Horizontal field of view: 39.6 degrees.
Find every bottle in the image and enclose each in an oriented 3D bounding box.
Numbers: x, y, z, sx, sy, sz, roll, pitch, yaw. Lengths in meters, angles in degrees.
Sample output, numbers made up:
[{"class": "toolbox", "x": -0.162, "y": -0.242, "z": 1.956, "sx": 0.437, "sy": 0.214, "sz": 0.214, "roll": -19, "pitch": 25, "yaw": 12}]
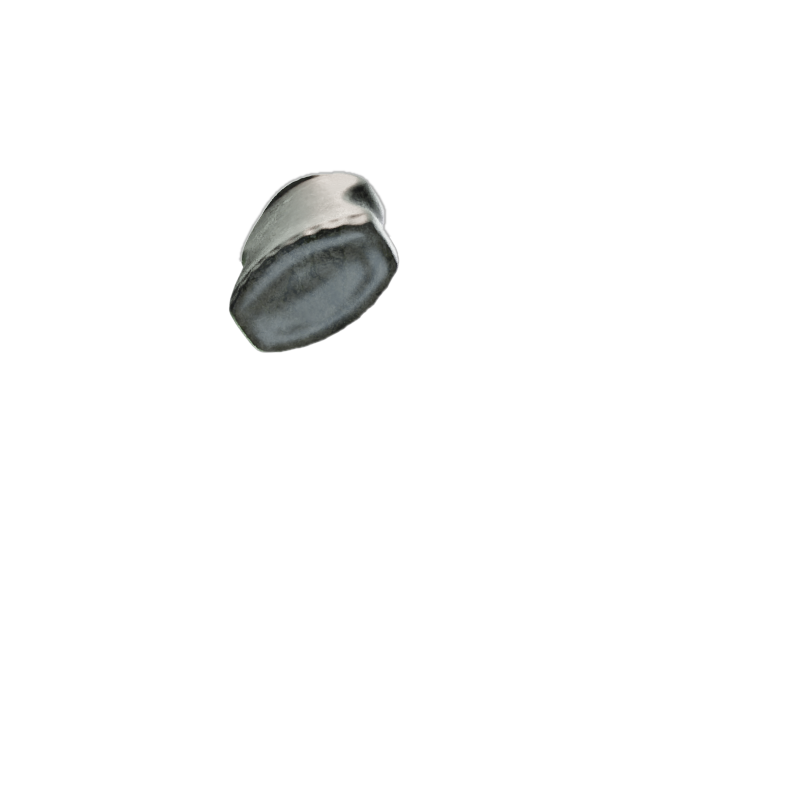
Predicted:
[{"class": "bottle", "x": -0.054, "y": -0.099, "z": 0.688, "sx": 0.096, "sy": 0.056, "sz": 0.201, "roll": -33, "pitch": 22, "yaw": 10}]
